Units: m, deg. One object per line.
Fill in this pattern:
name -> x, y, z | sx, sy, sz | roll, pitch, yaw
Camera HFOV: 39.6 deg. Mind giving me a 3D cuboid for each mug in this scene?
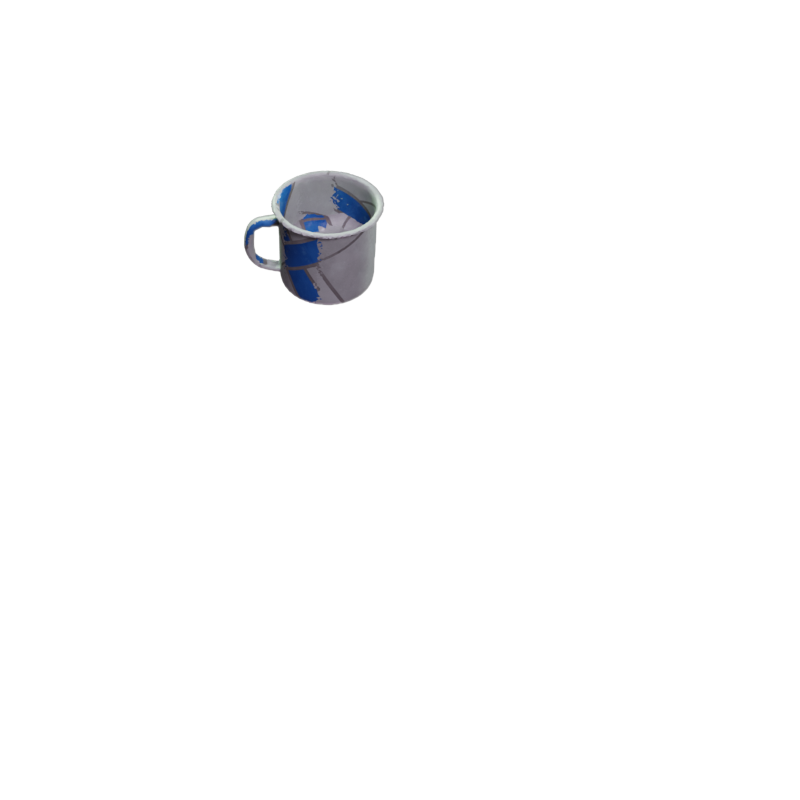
mug -> -0.073, -0.134, 0.937 | 0.116, 0.076, 0.101 | -6, 43, -7
